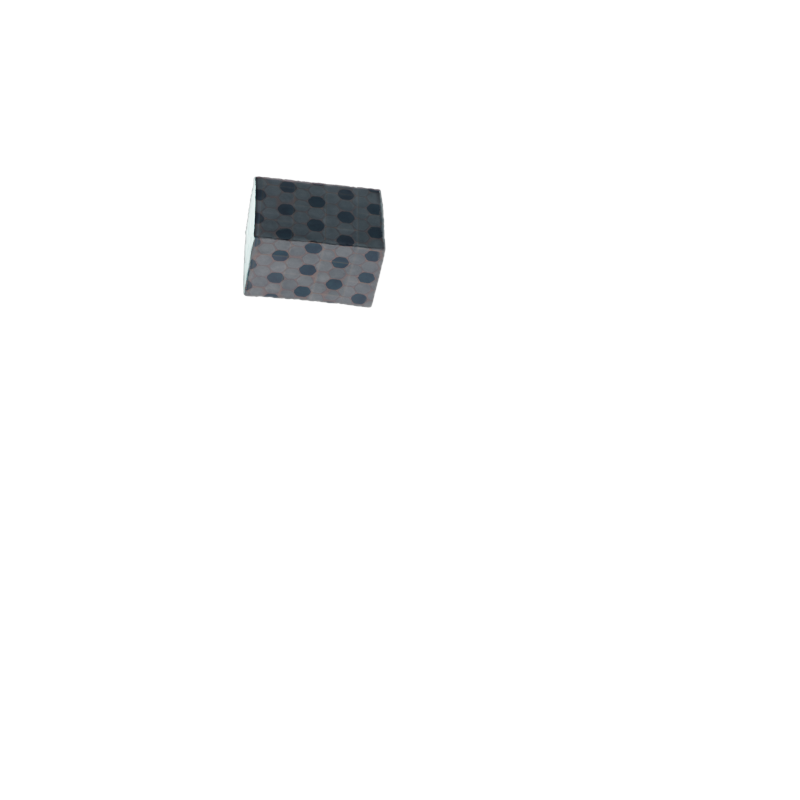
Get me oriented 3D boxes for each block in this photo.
[{"bbox_3d":[-0.051,-0.093,0.652,0.077,0.055,0.050,6,-40,-8],"label":"block"}]
